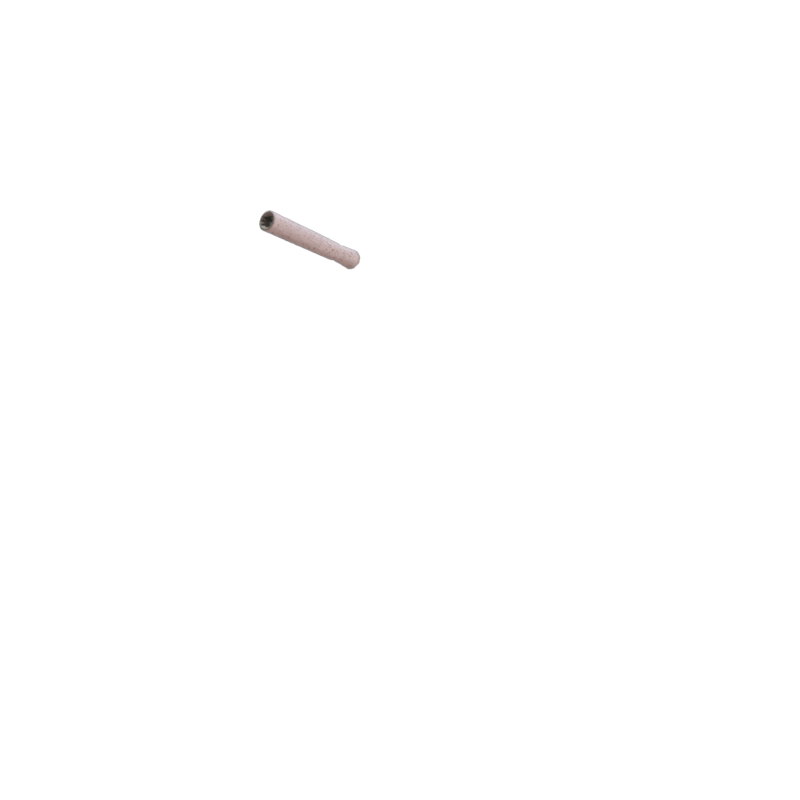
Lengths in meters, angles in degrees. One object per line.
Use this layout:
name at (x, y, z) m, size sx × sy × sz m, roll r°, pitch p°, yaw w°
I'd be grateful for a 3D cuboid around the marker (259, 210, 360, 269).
marker at (-0.077, -0.141, 0.989) m, size 0.021 × 0.020 × 0.113 m, roll 4°, pitch -10°, yaw 42°
